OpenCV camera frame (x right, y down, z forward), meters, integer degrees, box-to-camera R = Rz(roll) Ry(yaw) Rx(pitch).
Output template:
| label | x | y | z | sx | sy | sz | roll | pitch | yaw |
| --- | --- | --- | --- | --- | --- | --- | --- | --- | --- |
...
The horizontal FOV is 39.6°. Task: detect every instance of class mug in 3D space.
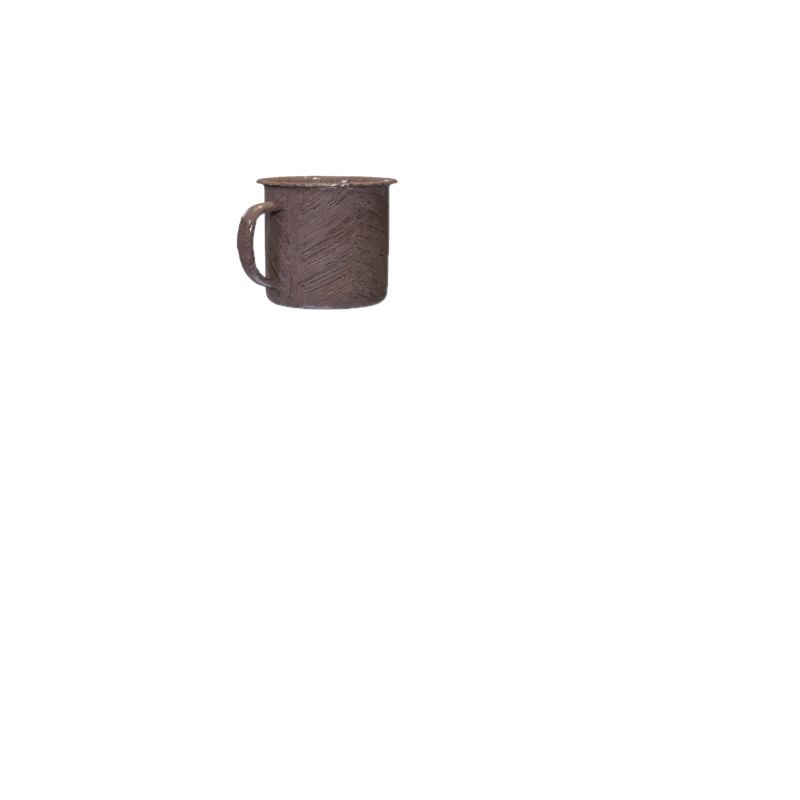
| label | x | y | z | sx | sy | sz | roll | pitch | yaw |
| --- | --- | --- | --- | --- | --- | --- | --- | --- | --- |
| mug | -0.057 | -0.104 | 0.725 | 0.098 | 0.080 | 0.114 | 11 | 16 | 44 |
